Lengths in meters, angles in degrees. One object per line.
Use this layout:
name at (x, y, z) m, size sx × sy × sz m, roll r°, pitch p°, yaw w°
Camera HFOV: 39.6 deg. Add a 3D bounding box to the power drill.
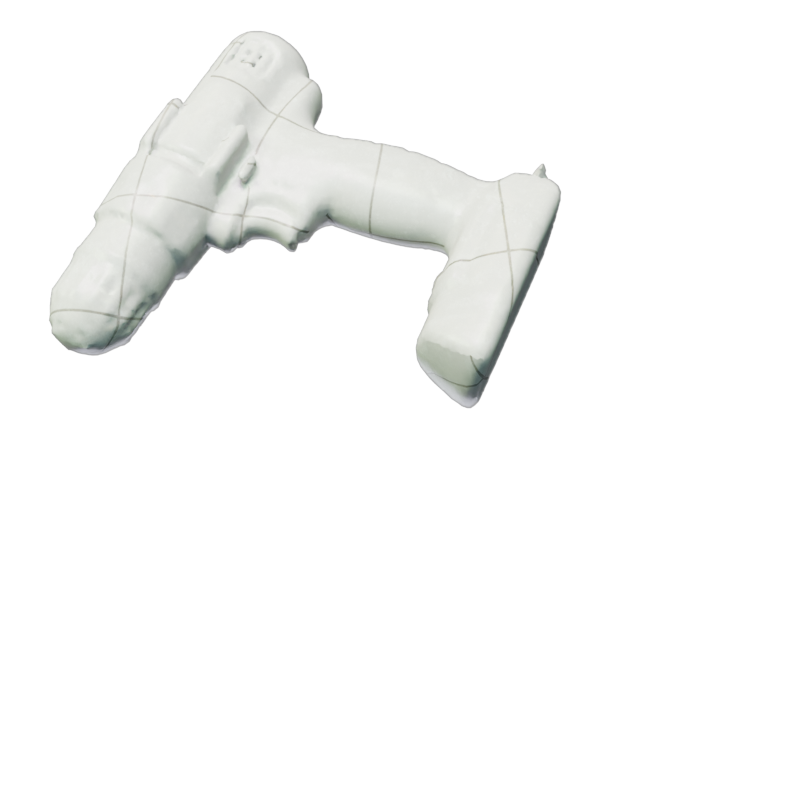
power drill at (-0.038, -0.070, 0.490) m, size 0.193 × 0.191 × 0.054 m, roll 23°, pitch -26°, yaw 12°
